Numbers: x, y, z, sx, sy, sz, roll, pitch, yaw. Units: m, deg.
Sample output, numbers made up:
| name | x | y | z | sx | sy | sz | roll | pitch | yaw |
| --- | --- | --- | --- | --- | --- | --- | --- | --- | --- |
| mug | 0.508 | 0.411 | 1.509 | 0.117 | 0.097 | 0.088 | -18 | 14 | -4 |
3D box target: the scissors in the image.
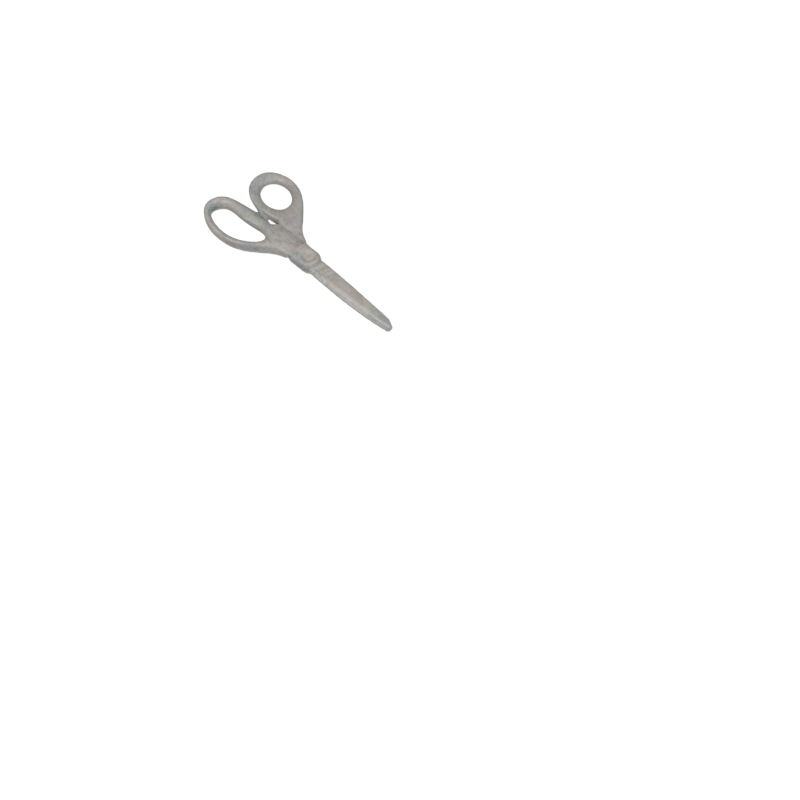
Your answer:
| name | x | y | z | sx | sy | sz | roll | pitch | yaw |
| --- | --- | --- | --- | --- | --- | --- | --- | --- | --- |
| scissors | -0.075 | -0.137 | 0.956 | 0.209 | 0.099 | 0.015 | 26 | -31 | 17 |
